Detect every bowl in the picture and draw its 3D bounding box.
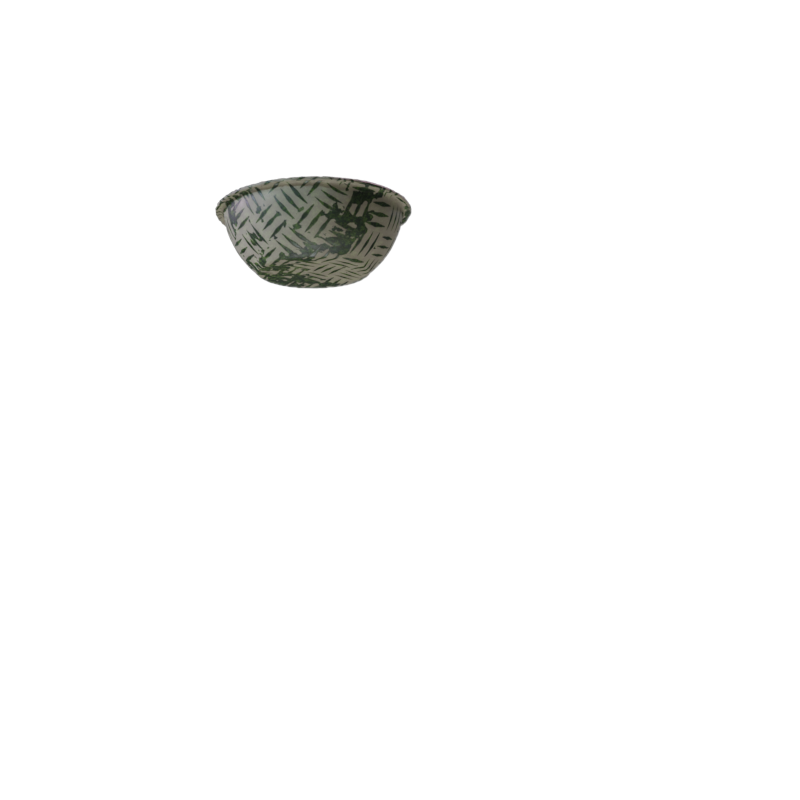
[{"bbox_3d":[-0.071,-0.129,0.907,0.162,0.057,0.157,0,-12,-2],"label":"bowl"}]
